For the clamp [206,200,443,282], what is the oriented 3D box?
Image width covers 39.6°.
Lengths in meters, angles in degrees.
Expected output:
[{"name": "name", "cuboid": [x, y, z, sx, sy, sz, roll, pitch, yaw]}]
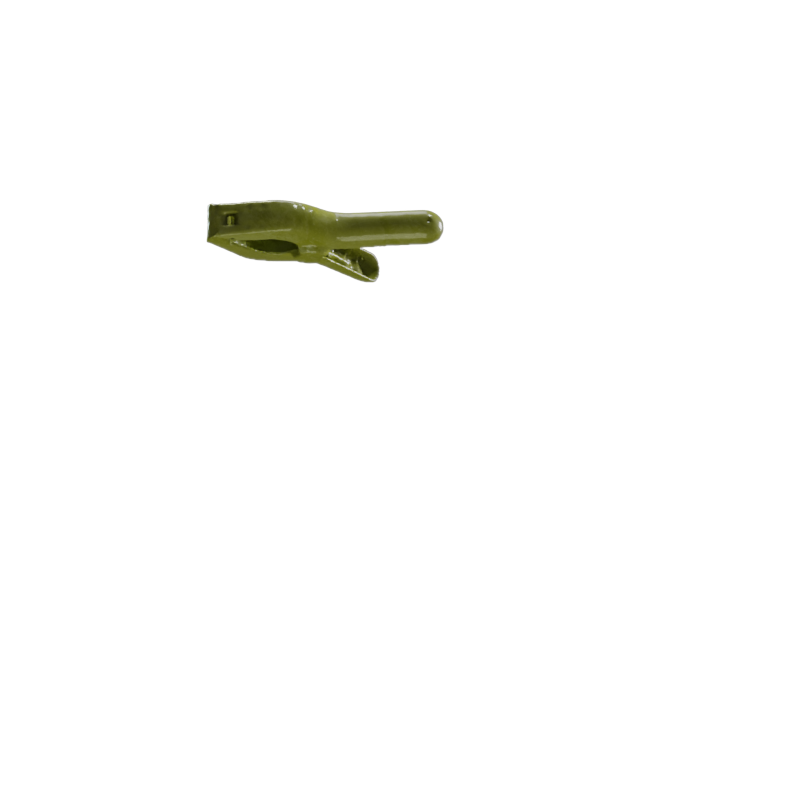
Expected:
[{"name": "clamp", "cuboid": [-0.066, -0.120, 0.842, 0.168, 0.041, 0.117, 5, -21, -15]}]
